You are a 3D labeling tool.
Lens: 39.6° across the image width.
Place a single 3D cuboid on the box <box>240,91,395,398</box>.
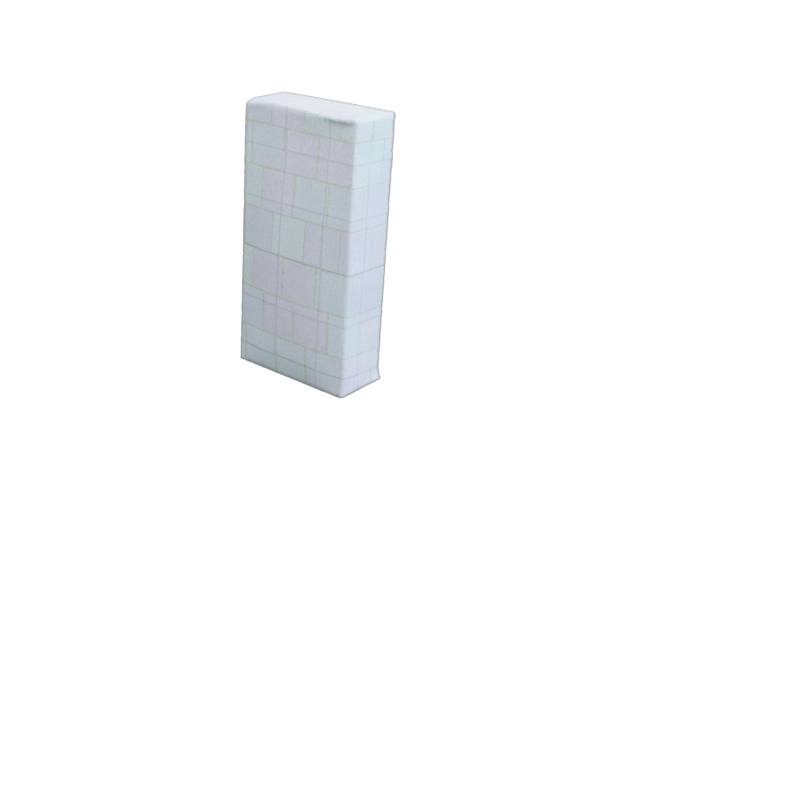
[{"bbox_3d":[-0.055,-0.100,0.697,0.099,0.169,0.047,18,25,36],"label":"box"}]
